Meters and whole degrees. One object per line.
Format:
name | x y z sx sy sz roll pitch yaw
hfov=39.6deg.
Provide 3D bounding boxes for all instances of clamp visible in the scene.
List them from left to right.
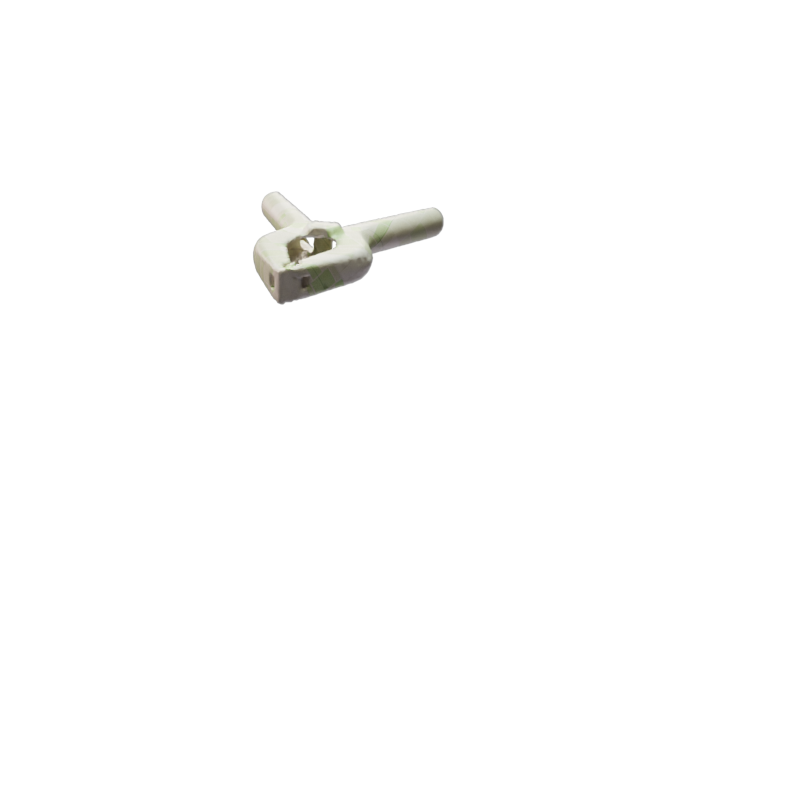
clamp | -0.071 -0.130 0.909 0.170 0.035 0.214 9 27 19
